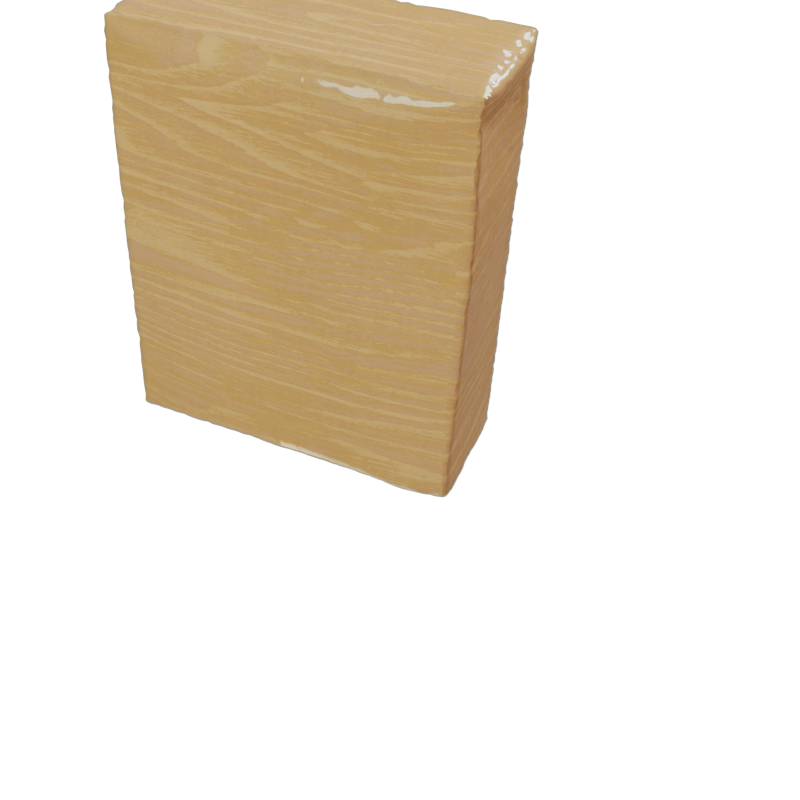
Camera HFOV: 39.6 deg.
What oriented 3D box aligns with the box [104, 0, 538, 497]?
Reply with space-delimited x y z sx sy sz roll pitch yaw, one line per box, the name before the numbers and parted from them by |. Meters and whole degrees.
box | -0.039 -0.070 0.493 0.170 0.199 0.074 18 42 18
